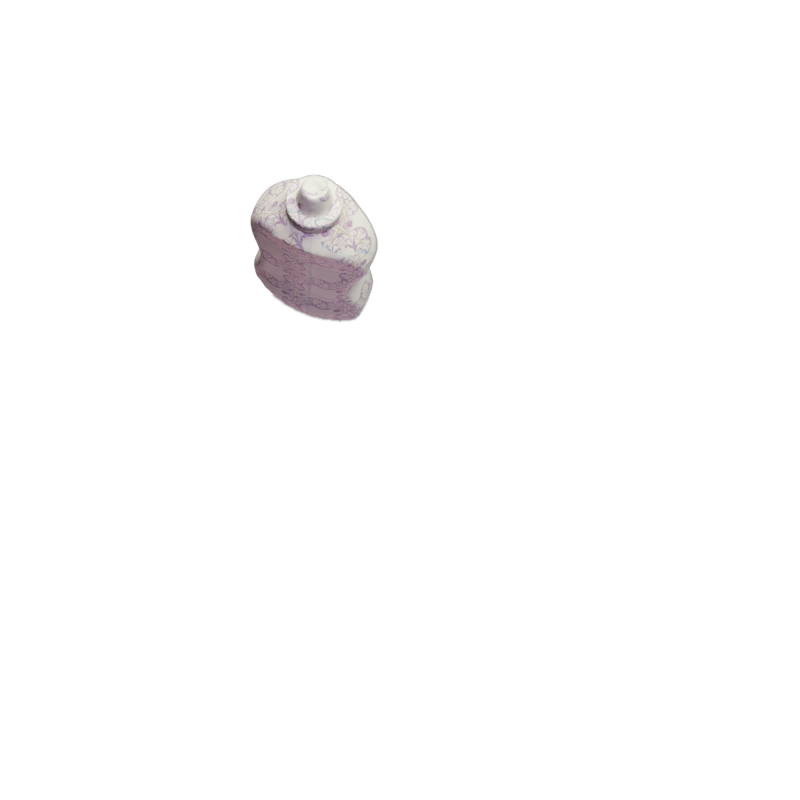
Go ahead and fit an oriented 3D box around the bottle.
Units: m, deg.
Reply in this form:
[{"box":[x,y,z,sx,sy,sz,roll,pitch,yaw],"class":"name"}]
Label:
[{"box":[-0.065,-0.120,0.835,0.098,0.060,0.184,27,-15,4],"class":"bottle"}]
